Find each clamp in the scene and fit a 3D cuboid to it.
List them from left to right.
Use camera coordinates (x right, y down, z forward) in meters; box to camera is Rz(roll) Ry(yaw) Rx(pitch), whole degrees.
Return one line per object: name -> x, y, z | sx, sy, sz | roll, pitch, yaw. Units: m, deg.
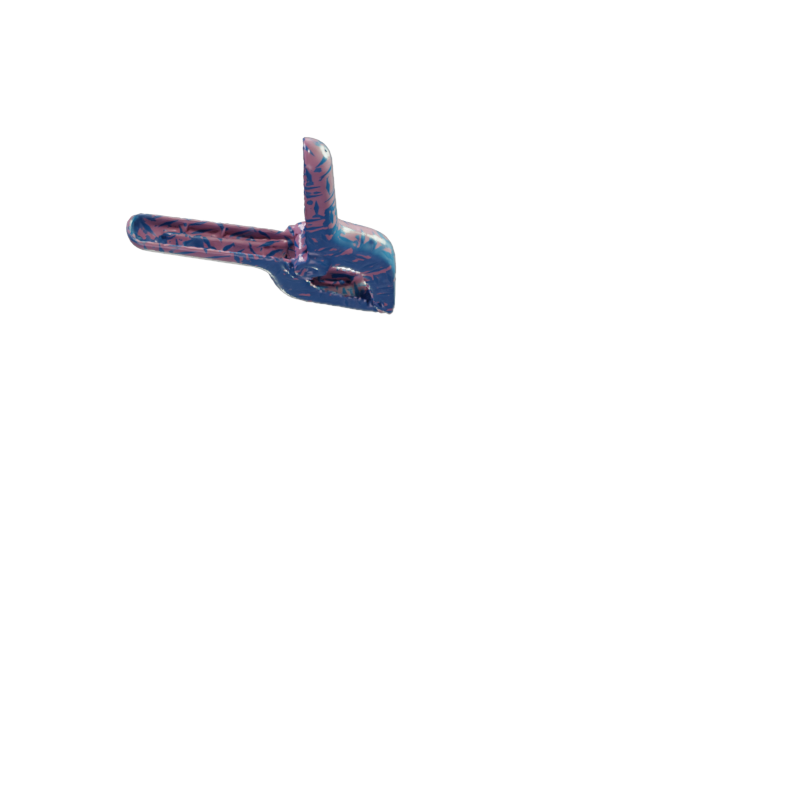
clamp -> -0.060, -0.110, 0.772 | 0.166, 0.038, 0.197 | -20, -29, 39
